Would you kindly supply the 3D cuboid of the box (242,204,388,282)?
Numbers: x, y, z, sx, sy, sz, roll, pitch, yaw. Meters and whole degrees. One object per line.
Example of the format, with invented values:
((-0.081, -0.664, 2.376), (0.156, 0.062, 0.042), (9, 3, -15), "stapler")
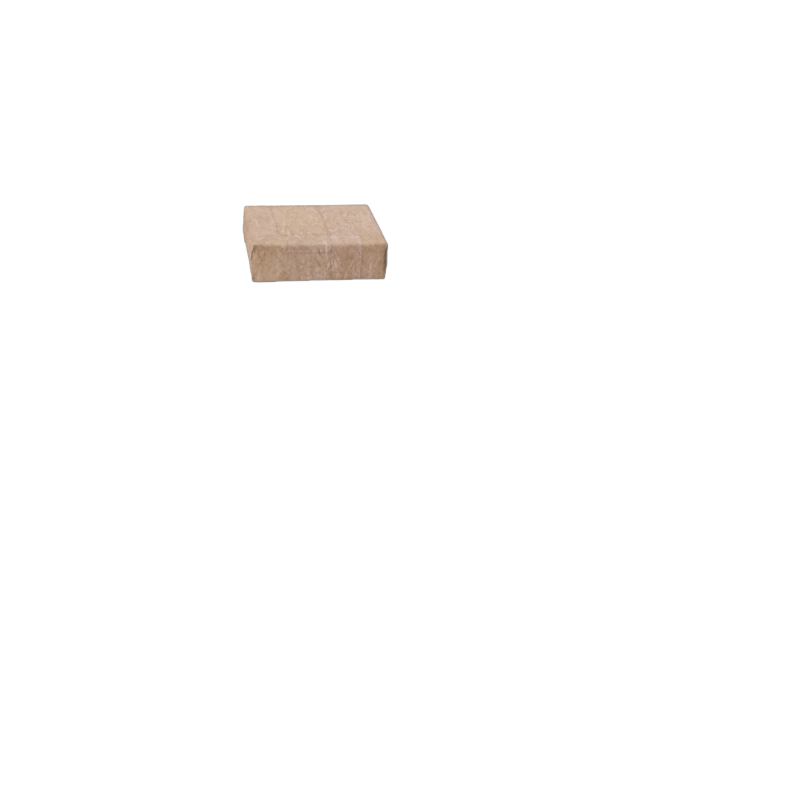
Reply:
((-0.073, -0.133, 0.930), (0.112, 0.037, 0.096), (-4, 28, -8), "box")
